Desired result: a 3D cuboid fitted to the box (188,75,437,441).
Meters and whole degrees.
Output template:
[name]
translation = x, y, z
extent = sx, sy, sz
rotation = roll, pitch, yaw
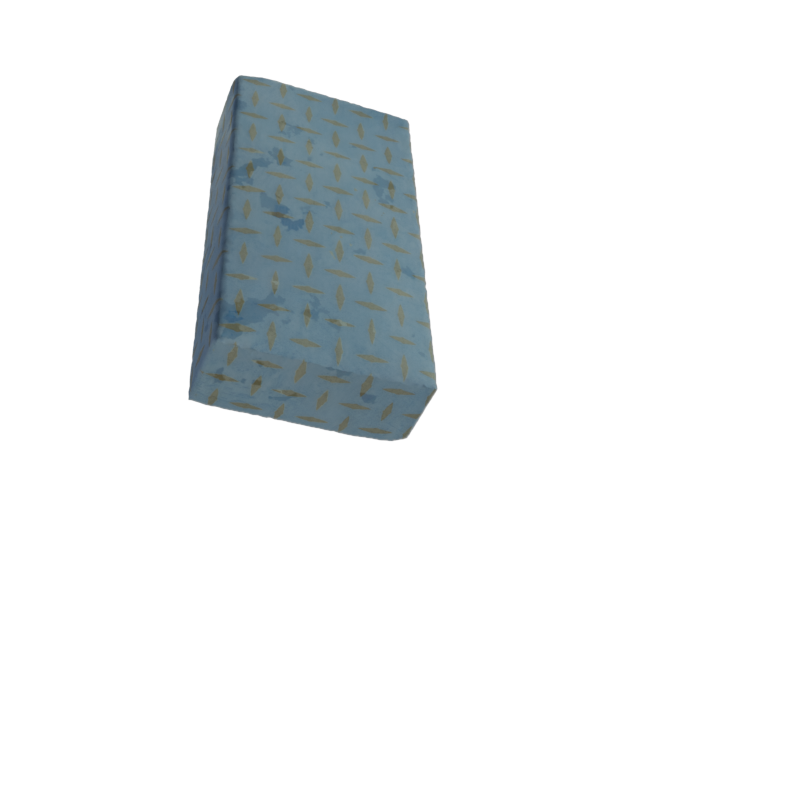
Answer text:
[box]
translation = -0.039, -0.070, 0.492
extent = 0.091, 0.189, 0.046
rotation = 12, -43, -16
